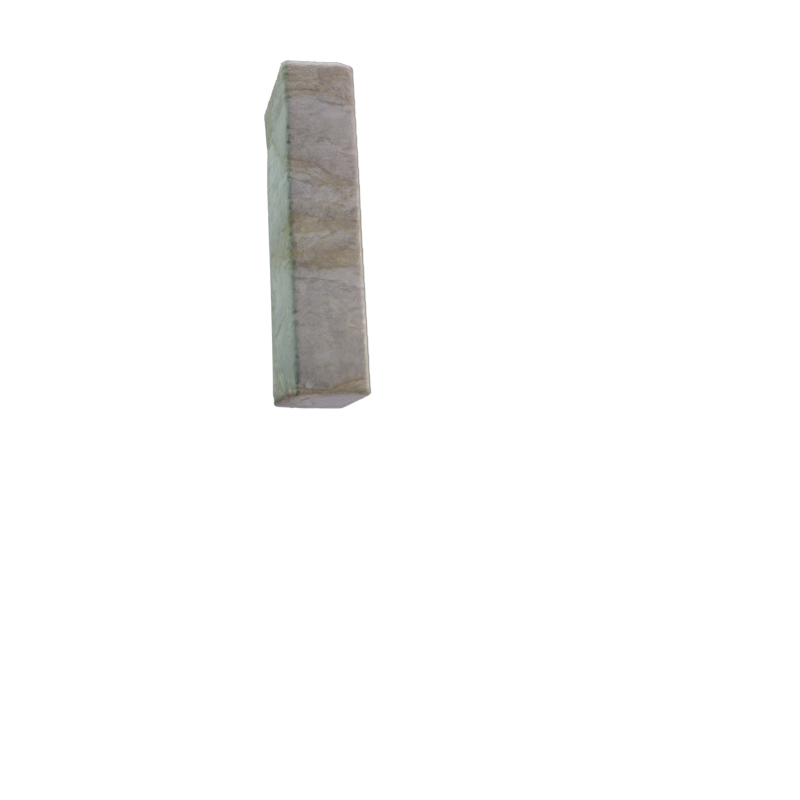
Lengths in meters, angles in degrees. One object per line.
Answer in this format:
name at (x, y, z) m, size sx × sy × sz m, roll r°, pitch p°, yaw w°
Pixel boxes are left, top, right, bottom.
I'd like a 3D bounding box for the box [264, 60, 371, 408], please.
box at (-0.047, -0.086, 0.605) m, size 0.047 × 0.181 × 0.092 m, roll 2°, pitch -11°, yaw -12°
